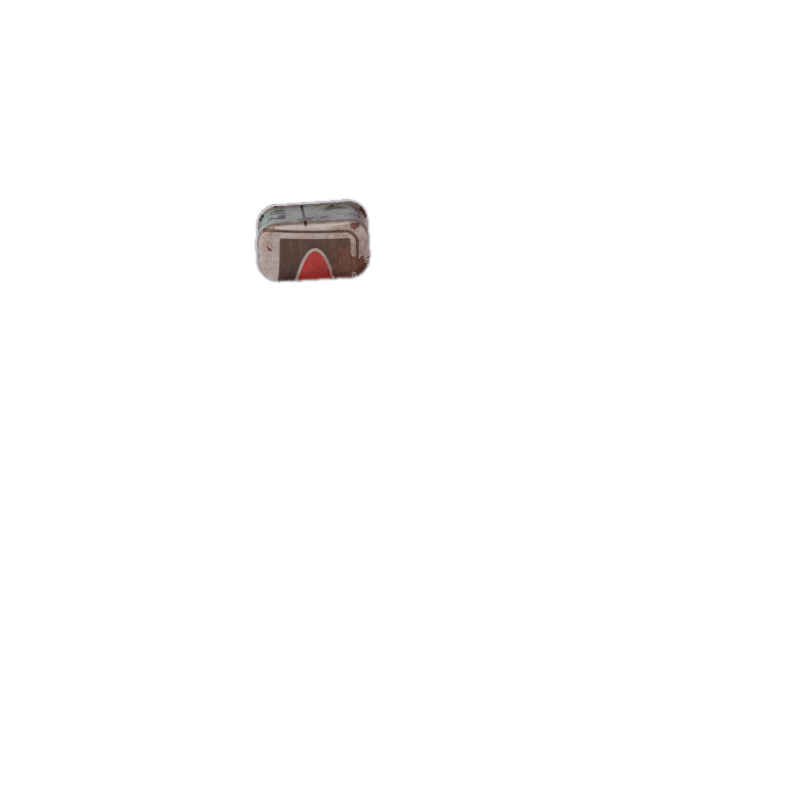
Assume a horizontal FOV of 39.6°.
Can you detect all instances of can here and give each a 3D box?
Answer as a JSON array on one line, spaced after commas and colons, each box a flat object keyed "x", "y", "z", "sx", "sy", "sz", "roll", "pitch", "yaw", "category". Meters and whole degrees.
[{"x": -0.076, "y": -0.140, "z": 0.978, "sx": 0.102, "sy": 0.056, "sz": 0.087, "roll": -4, "pitch": 16, "yaw": -1, "category": "can"}]
